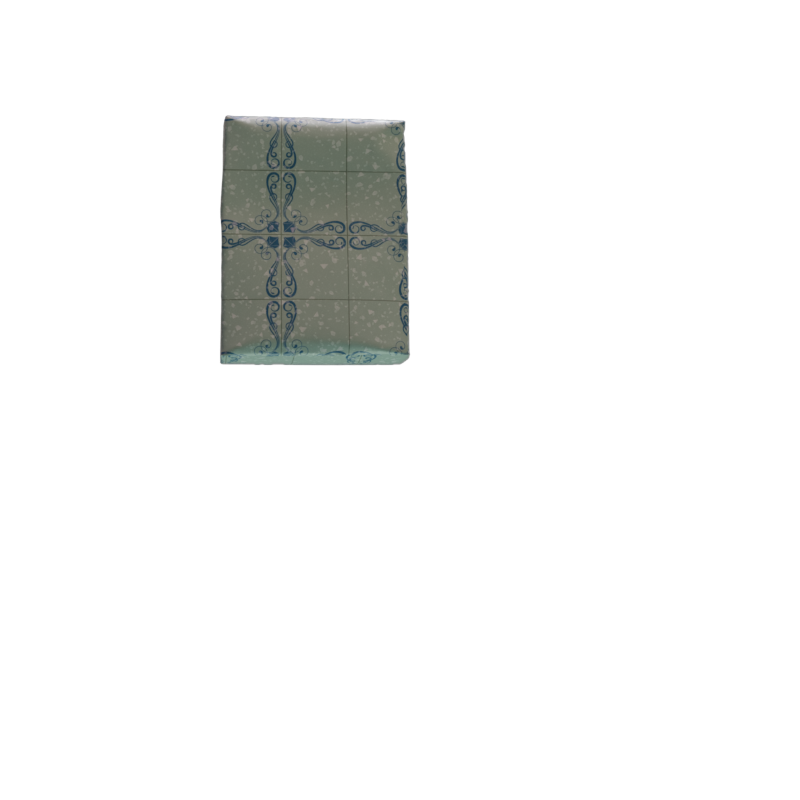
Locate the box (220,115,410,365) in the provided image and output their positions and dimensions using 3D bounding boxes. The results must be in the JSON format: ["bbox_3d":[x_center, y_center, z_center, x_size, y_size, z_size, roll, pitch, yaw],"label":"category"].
[{"bbox_3d":[-0.076,-0.139,0.975,0.163,0.220,0.070,0,-11,-6],"label":"box"}]
